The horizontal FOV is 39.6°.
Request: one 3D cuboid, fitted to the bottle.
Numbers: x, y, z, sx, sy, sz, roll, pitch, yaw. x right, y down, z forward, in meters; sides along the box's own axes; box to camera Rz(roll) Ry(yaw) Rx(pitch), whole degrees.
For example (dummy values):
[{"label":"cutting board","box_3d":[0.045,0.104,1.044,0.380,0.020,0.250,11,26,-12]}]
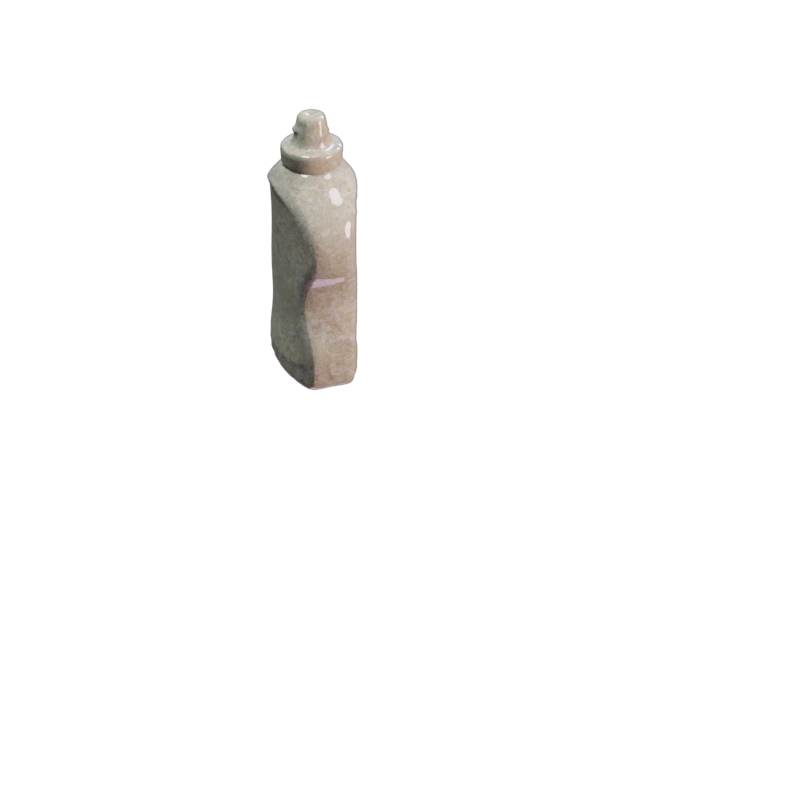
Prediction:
[{"label":"bottle","box_3d":[-0.060,-0.108,0.758,0.057,0.180,0.104,-8,36,-16]}]
